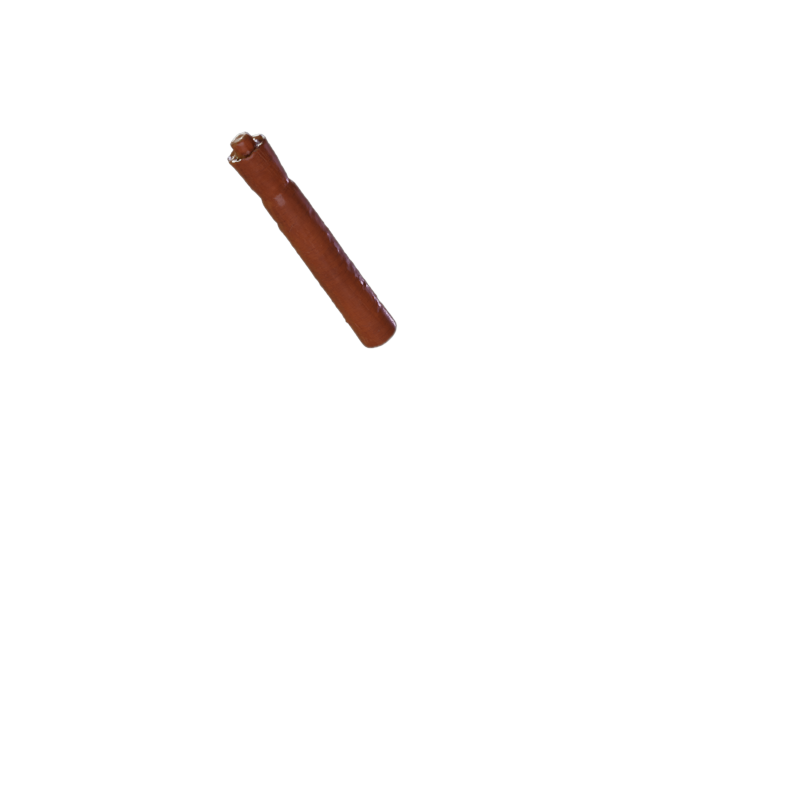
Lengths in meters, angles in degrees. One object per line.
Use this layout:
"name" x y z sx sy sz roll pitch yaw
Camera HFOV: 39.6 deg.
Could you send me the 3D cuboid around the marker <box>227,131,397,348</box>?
"marker" -0.038 -0.070 0.490 0.020 0.113 0.021 -27 32 17
